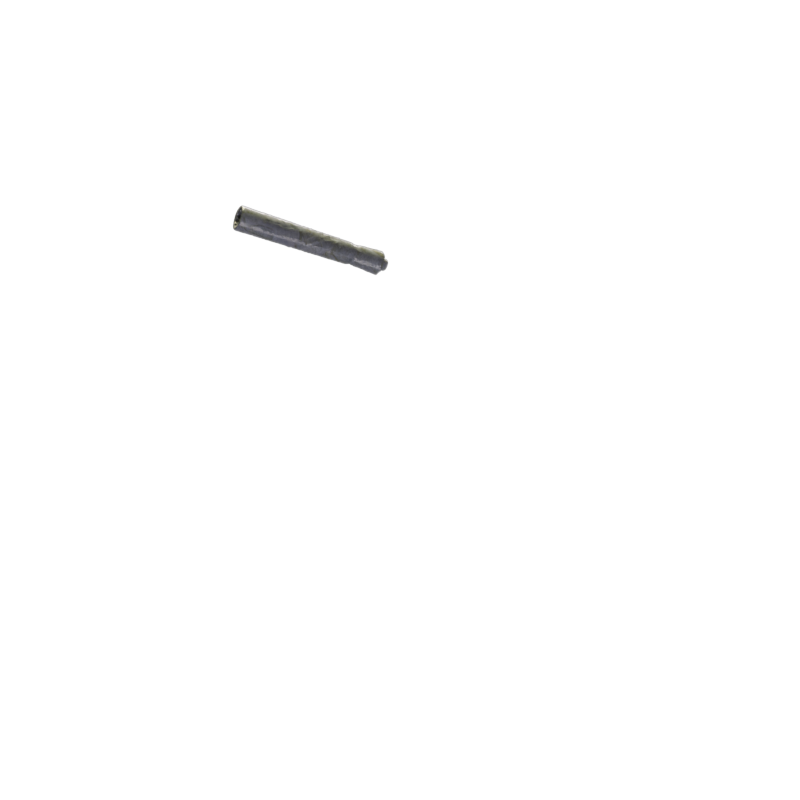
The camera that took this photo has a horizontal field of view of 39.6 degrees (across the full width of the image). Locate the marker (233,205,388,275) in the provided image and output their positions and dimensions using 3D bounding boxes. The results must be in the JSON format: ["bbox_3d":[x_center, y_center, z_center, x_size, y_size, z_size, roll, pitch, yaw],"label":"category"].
[{"bbox_3d":[-0.064,-0.116,0.815,0.117,0.020,0.020,15,-2,-20],"label":"marker"}]
